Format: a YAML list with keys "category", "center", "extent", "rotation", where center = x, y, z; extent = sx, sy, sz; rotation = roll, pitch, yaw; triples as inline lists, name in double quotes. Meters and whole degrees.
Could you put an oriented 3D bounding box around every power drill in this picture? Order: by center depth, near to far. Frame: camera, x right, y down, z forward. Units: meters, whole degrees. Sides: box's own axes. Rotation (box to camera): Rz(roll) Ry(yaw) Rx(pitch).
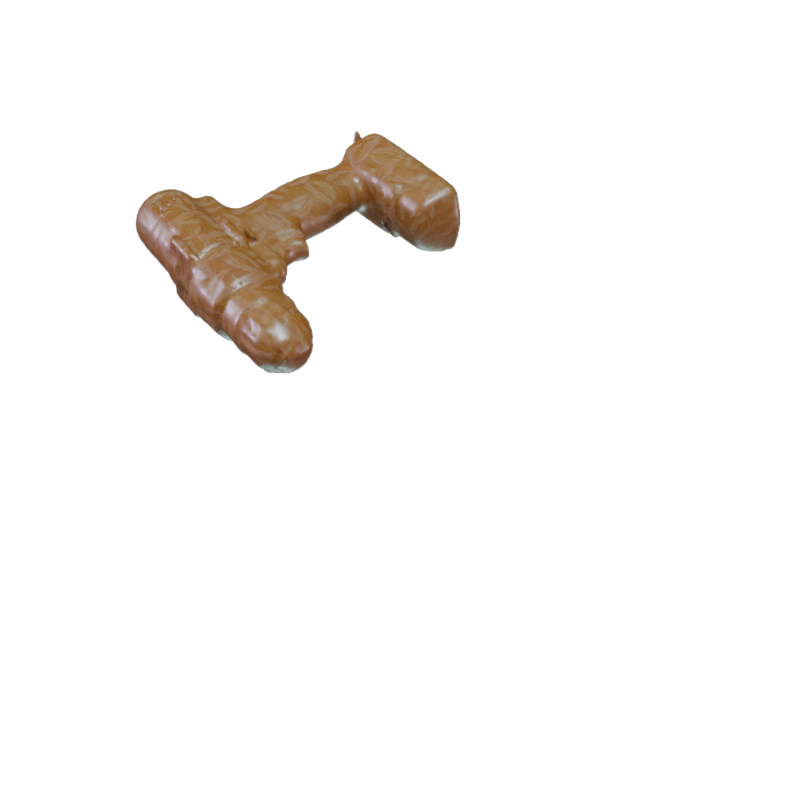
- category: "power drill"
  center: [-0.056, -0.103, 0.719]
  extent: [0.186, 0.054, 0.199]
  rotation: [-23, 46, -25]
